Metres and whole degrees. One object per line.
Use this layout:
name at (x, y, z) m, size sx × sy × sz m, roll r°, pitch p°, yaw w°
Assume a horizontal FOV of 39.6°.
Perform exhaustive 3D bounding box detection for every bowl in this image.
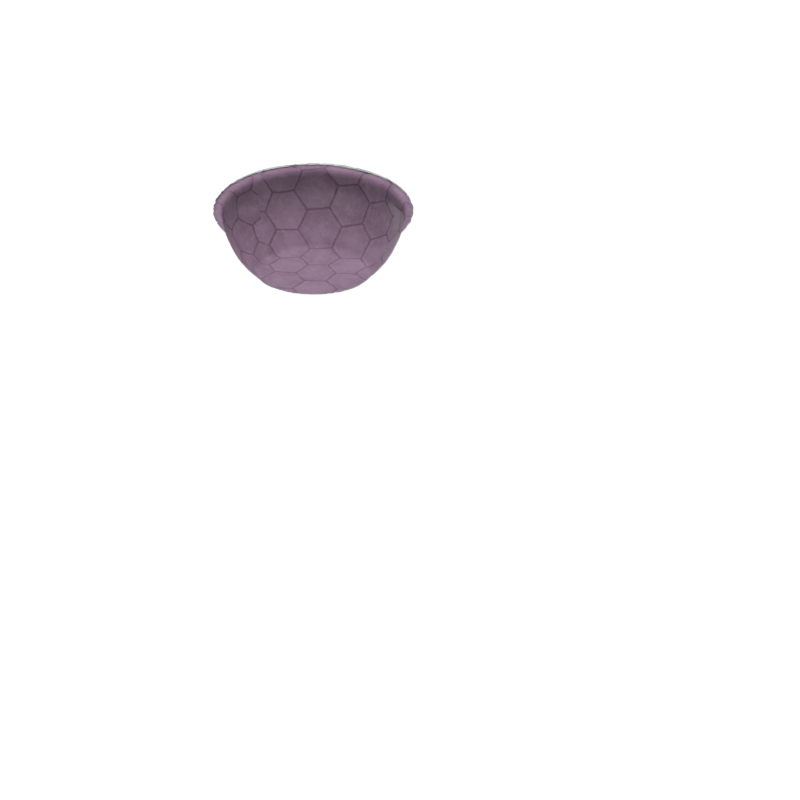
bowl at (-0.069, -0.126, 0.885) m, size 0.162 × 0.058 × 0.154 m, roll 0°, pitch -19°, yaw -2°
